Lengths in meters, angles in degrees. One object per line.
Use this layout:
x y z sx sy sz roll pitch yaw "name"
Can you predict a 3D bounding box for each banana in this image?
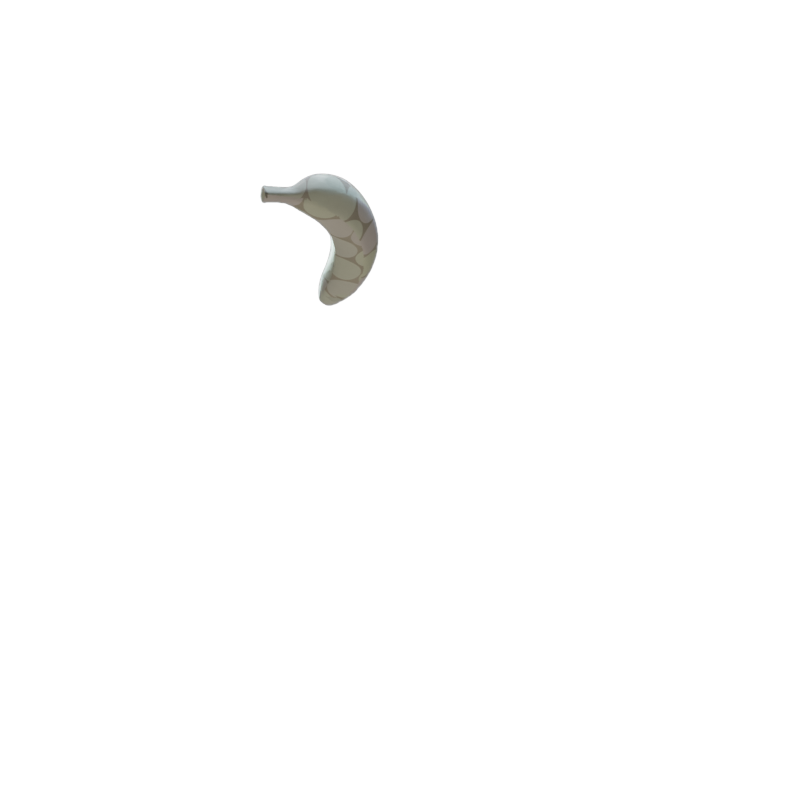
-0.051 -0.128 0.867 0.070 0.039 0.185 -5 -23 10 "banana"
